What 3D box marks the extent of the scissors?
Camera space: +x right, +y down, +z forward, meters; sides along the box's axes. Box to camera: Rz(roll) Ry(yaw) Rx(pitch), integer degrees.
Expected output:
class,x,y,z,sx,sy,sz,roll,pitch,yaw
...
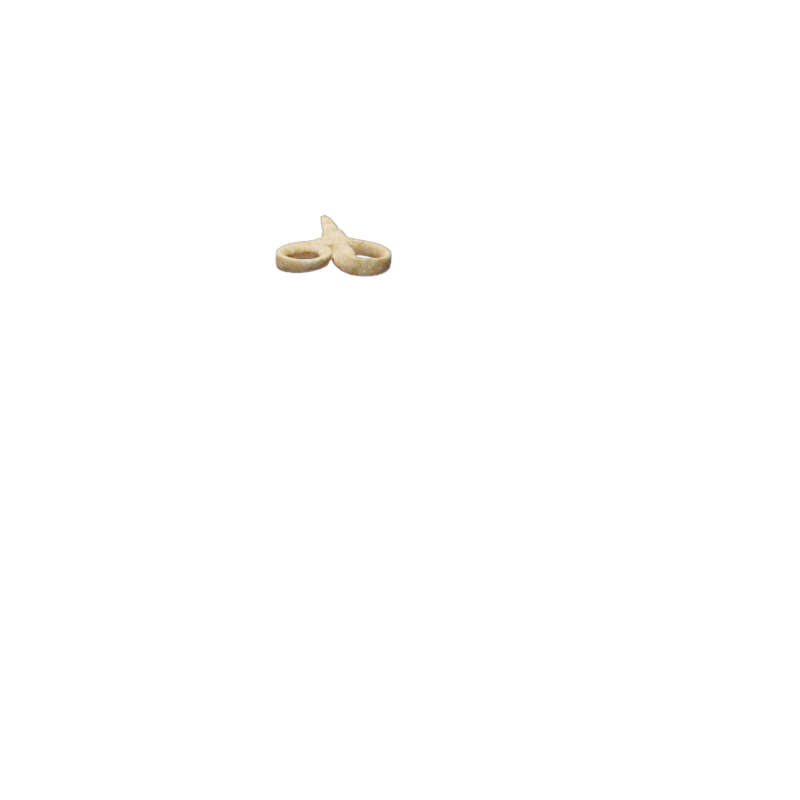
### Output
class,x,y,z,sx,sy,sz,roll,pitch,yaw
scissors,-0.070,-0.128,0.899,0.094,0.015,0.213,-7,20,-20
